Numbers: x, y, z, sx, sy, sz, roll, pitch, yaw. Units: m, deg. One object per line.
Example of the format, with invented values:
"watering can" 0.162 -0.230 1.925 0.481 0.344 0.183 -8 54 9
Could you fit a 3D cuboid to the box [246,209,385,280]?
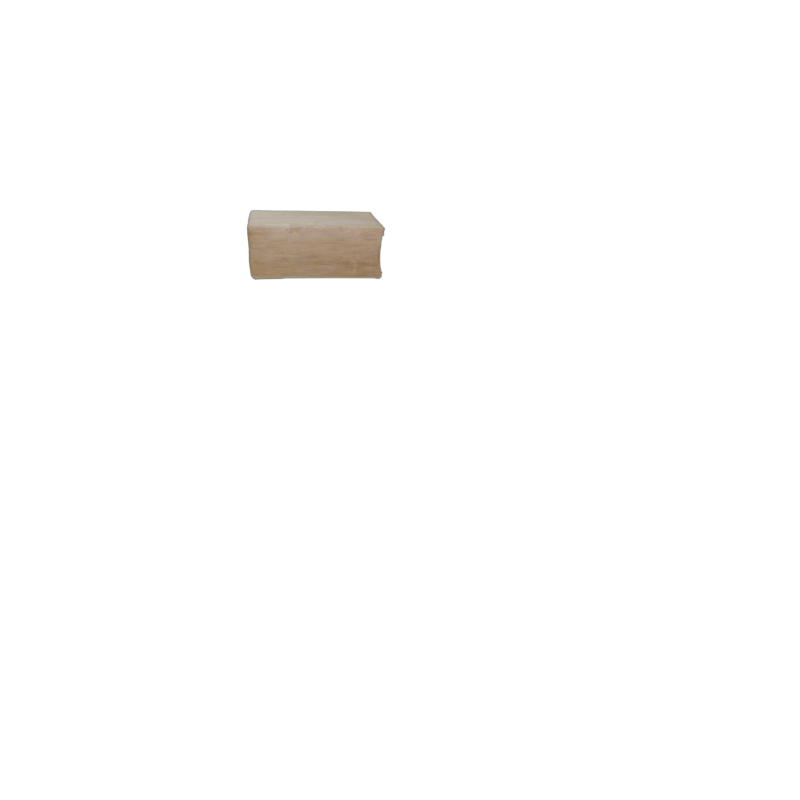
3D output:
"box" -0.060 -0.109 0.767 0.089 0.038 0.117 -1 16 -5
